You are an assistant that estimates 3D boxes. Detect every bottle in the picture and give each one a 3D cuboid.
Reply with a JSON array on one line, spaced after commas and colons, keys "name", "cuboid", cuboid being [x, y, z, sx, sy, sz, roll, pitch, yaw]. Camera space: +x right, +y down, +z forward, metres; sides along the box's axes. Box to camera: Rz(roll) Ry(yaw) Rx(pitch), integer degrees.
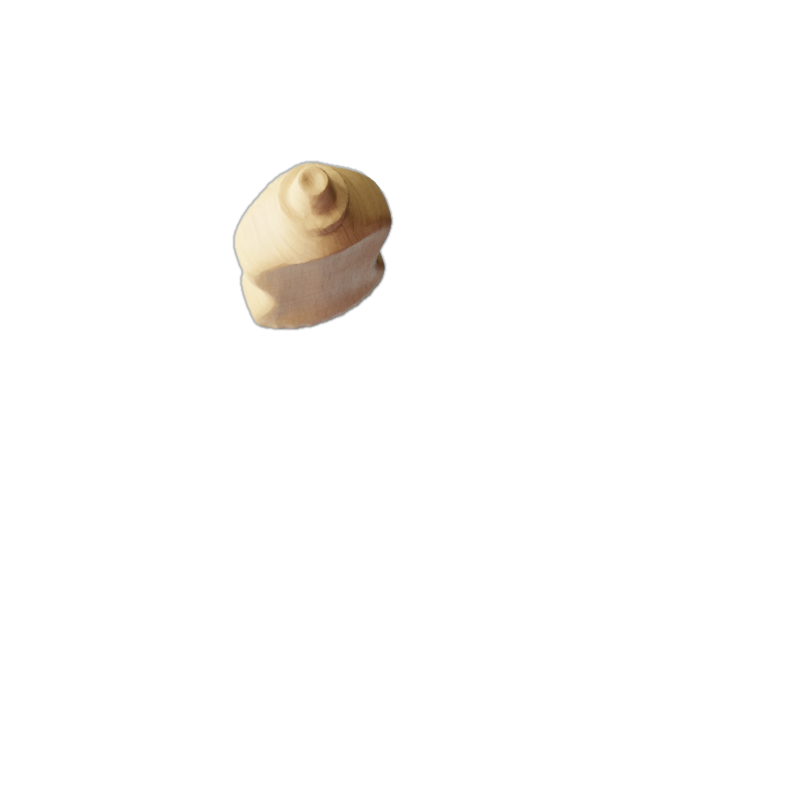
[{"name": "bottle", "cuboid": [-0.054, -0.098, 0.682, 0.096, 0.061, 0.185, -19, -10, -8]}]
